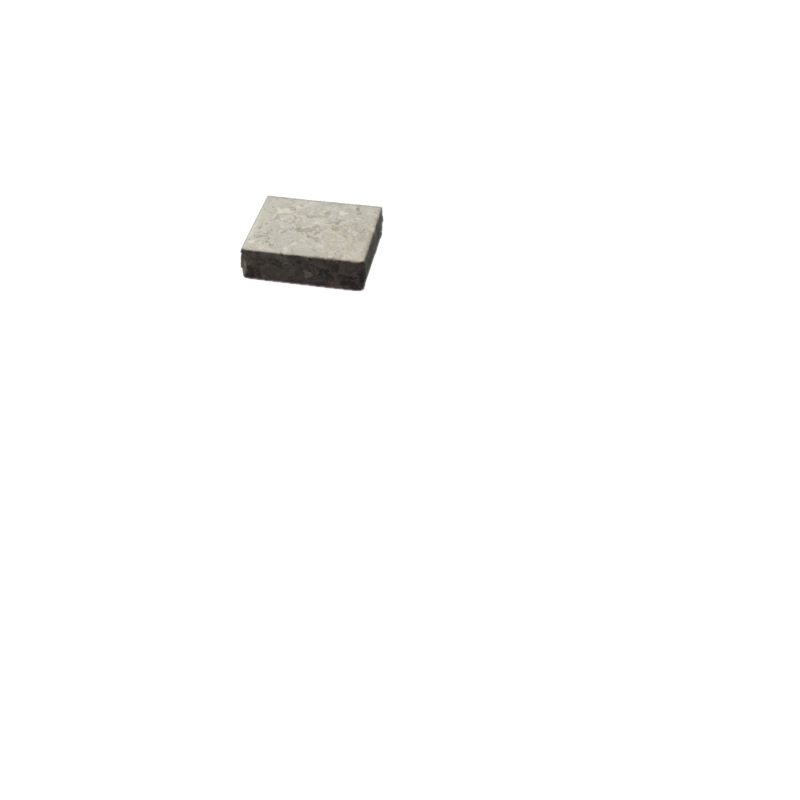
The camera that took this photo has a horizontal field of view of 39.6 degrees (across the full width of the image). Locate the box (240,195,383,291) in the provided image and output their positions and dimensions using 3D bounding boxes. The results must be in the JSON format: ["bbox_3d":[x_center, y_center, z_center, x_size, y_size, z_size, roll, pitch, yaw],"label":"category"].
[{"bbox_3d":[-0.078,-0.143,1.000,0.115,0.036,0.095,8,41,9],"label":"box"}]
